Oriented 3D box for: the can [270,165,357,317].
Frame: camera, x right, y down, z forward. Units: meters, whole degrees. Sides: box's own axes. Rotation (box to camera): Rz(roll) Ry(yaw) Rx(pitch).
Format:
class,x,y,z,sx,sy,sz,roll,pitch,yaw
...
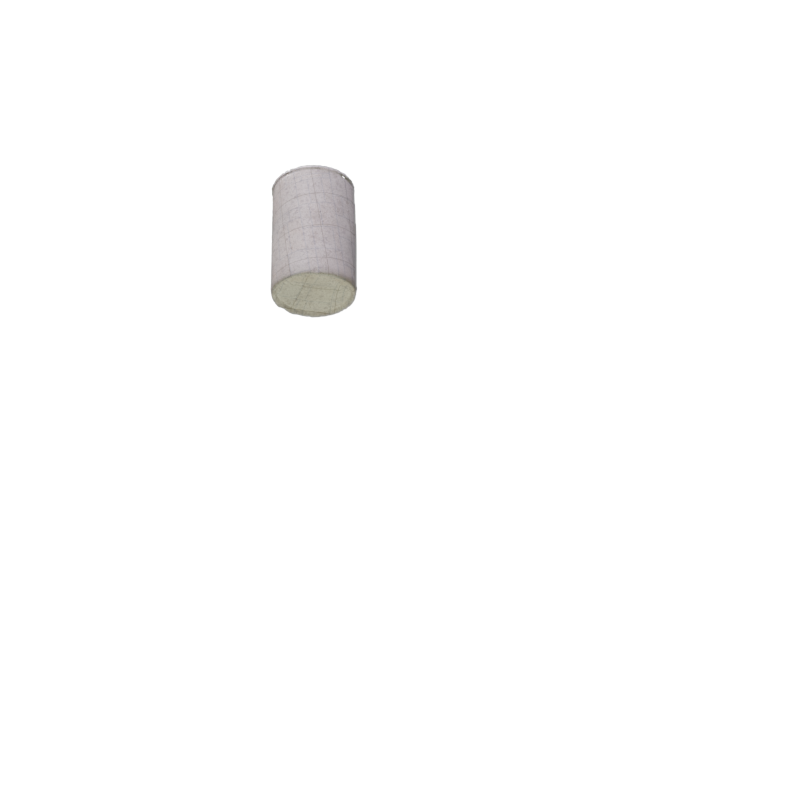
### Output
class,x,y,z,sx,sy,sz,roll,pitch,yaw
can,-0.069,-0.126,0.880,0.068,0.109,0.064,-1,-31,-2
